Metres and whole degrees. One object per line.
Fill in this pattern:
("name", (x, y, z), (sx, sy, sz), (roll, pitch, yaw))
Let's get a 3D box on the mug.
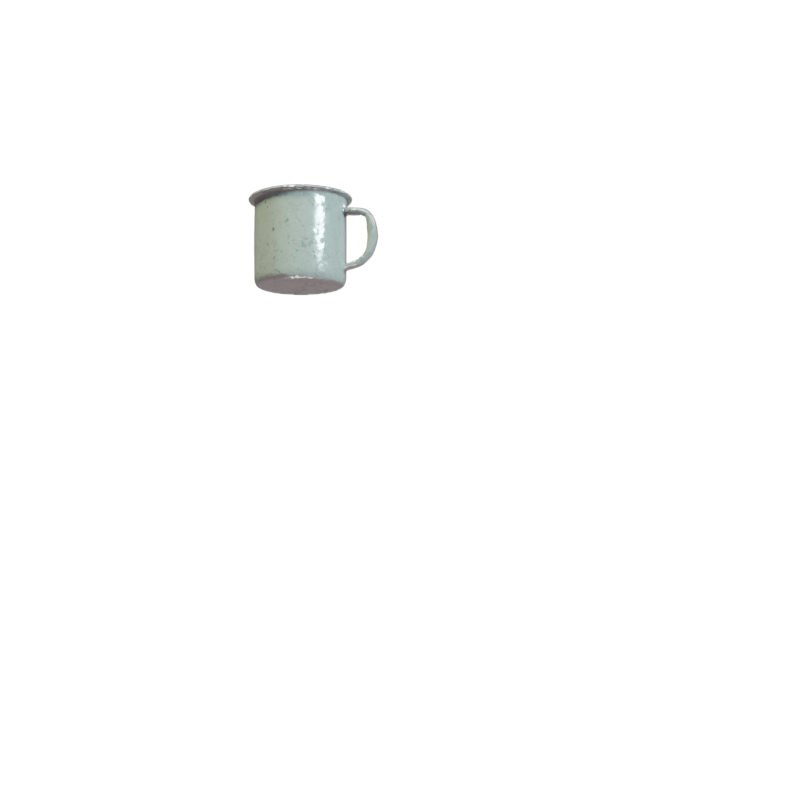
("mug", (-0.077, -0.140, 0.980), (0.119, 0.084, 0.089), (-2, -10, 13))
